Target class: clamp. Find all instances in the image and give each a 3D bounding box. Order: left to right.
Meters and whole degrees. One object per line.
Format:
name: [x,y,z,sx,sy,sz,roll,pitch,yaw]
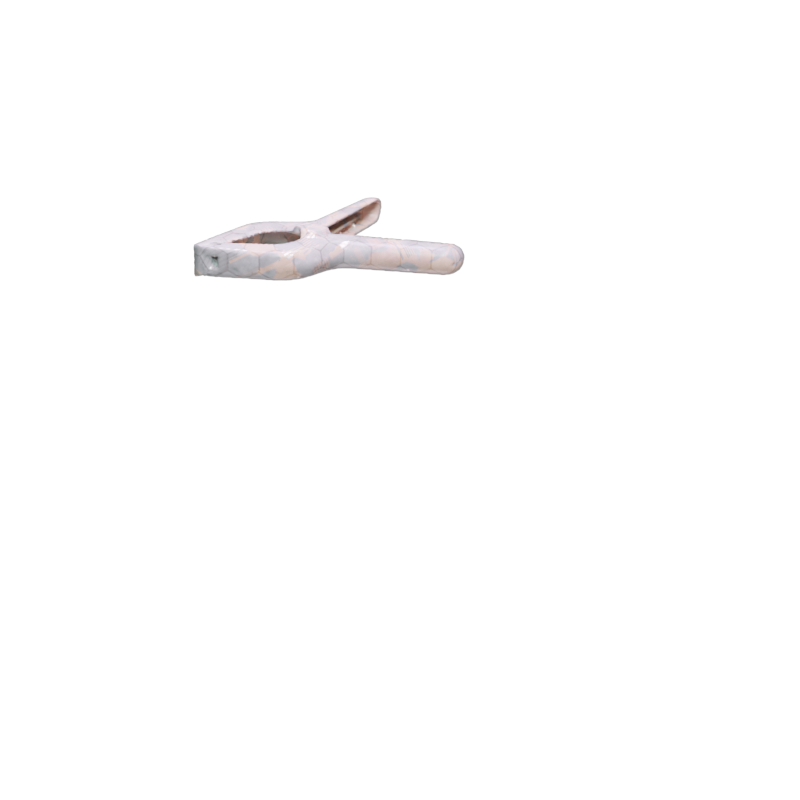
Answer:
clamp: [-0.073,-0.133,0.932,0.206,0.035,0.175,-7,25,-16]
